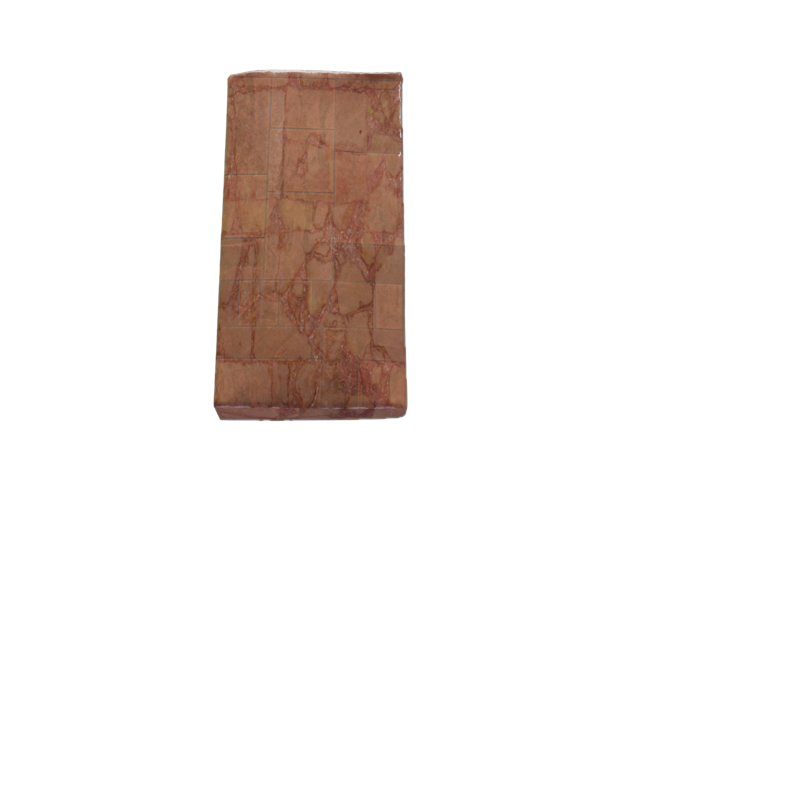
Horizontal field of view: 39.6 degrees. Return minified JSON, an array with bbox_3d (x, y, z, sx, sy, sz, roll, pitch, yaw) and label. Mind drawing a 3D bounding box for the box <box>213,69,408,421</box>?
[{"bbox_3d":[-0.044,-0.080,0.558,0.093,0.183,0.046,-1,-16,-1],"label":"box"}]
